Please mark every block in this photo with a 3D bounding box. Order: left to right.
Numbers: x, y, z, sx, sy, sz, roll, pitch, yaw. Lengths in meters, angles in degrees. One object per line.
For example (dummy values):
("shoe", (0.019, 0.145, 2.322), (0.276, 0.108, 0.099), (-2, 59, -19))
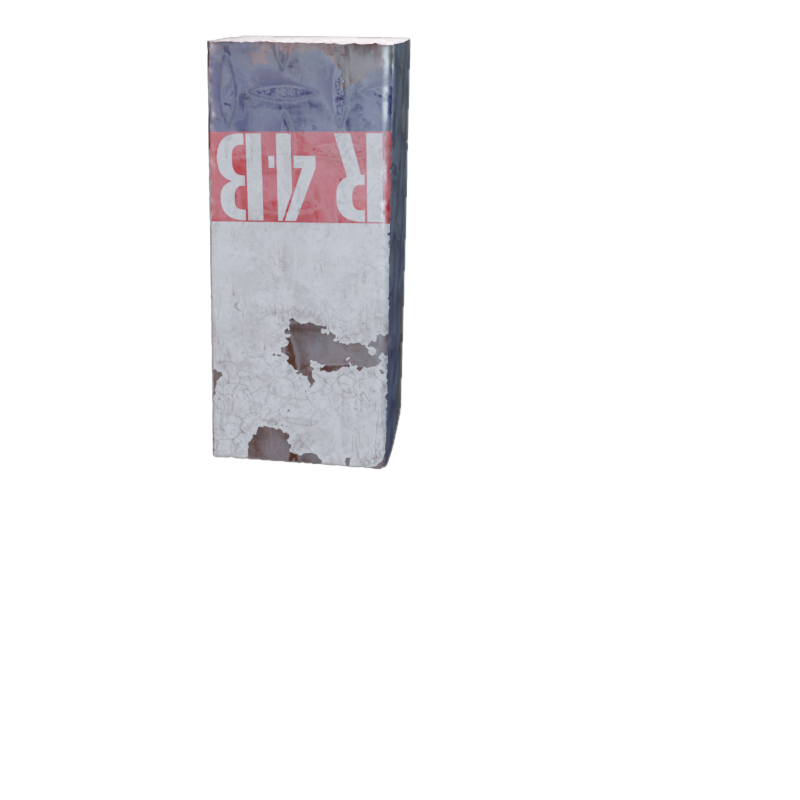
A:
("block", (-0.044, -0.081, 0.570), (0.092, 0.200, 0.092), (3, 14, 7))
